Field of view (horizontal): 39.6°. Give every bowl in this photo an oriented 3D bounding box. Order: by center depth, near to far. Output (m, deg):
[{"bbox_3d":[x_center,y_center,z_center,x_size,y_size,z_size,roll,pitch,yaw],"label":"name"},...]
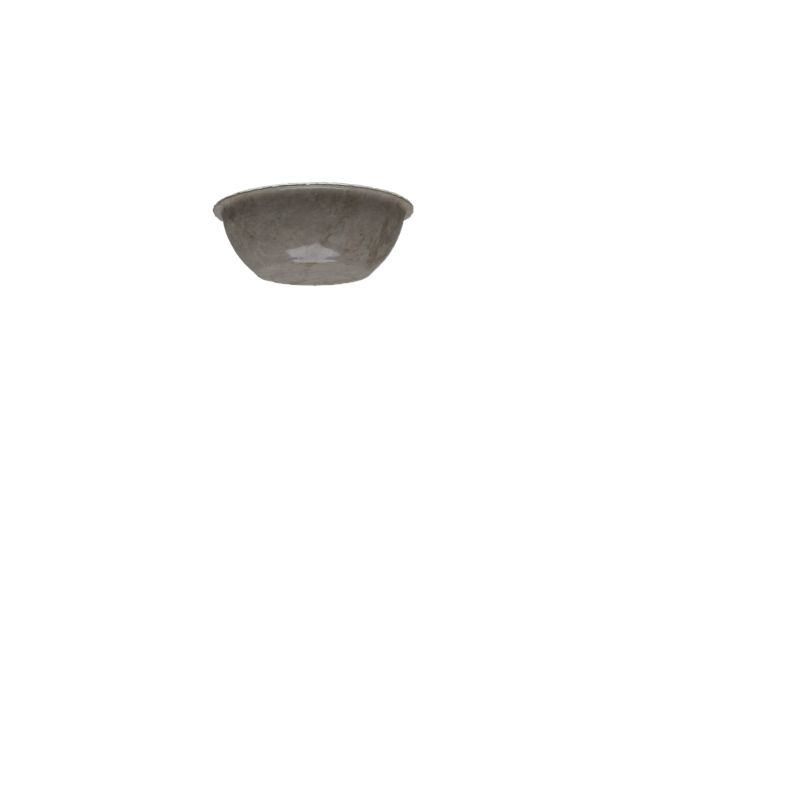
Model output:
[{"bbox_3d":[-0.069,-0.127,0.887,0.162,0.056,0.159,0,-6,-2],"label":"bowl"}]
